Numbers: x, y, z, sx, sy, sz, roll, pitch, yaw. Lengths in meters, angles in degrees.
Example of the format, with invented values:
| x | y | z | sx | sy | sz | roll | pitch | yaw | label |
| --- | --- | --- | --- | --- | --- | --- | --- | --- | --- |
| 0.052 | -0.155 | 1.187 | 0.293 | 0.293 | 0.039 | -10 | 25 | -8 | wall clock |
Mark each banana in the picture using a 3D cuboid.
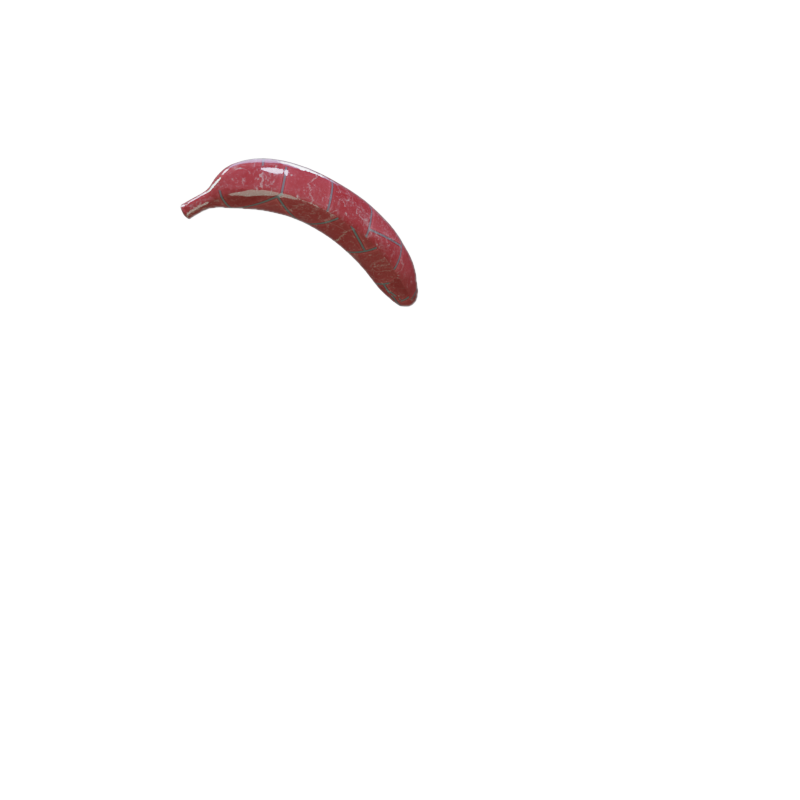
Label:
| x | y | z | sx | sy | sz | roll | pitch | yaw | label |
| --- | --- | --- | --- | --- | --- | --- | --- | --- | --- |
| -0.058 | -0.130 | 0.812 | 0.190 | 0.039 | 0.067 | 22 | -51 | -20 | banana |
